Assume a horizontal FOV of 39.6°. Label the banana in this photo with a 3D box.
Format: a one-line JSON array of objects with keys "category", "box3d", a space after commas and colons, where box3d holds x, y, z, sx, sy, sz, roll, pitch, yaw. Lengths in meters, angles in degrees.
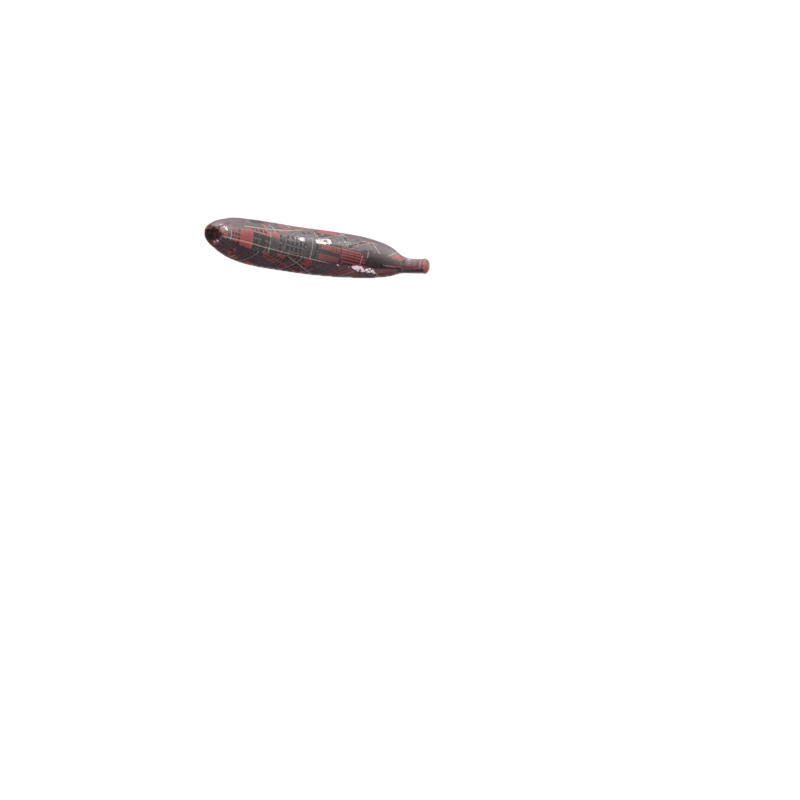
[{"category": "banana", "box3d": [-0.075, -0.123, 0.892, 0.190, 0.038, 0.070, 3, -8, -29]}]
